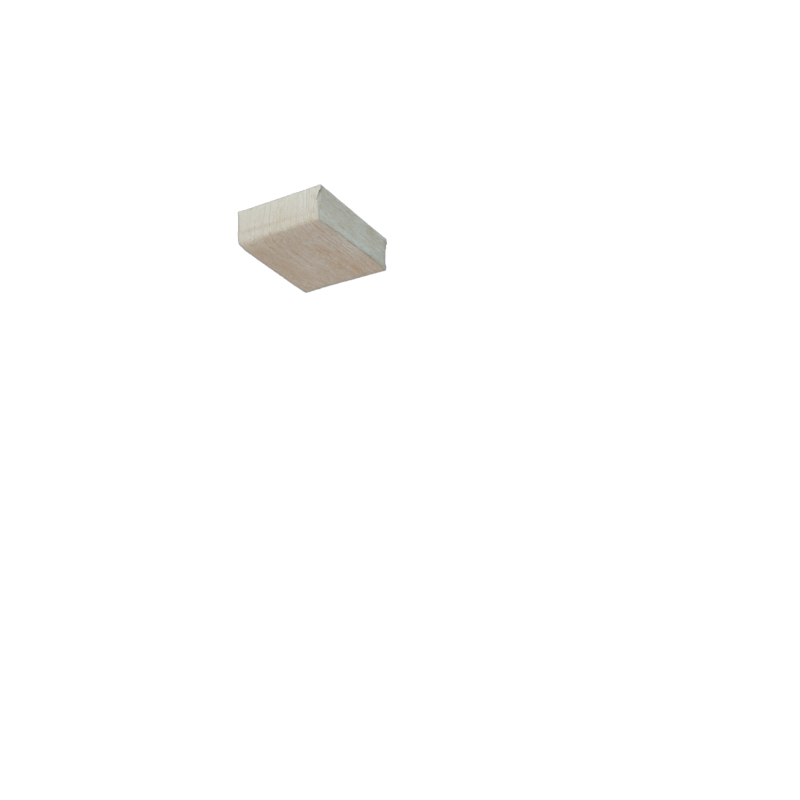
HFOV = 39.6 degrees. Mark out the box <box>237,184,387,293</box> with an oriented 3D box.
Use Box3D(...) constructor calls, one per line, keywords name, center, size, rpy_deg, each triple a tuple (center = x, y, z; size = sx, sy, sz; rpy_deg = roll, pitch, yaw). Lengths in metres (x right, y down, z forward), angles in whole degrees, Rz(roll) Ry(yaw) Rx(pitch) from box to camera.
Box3D(name="box", center=(-0.077, -0.141, 0.987), size=(0.091, 0.041, 0.106), rpy_deg=(-14, -26, 29))
